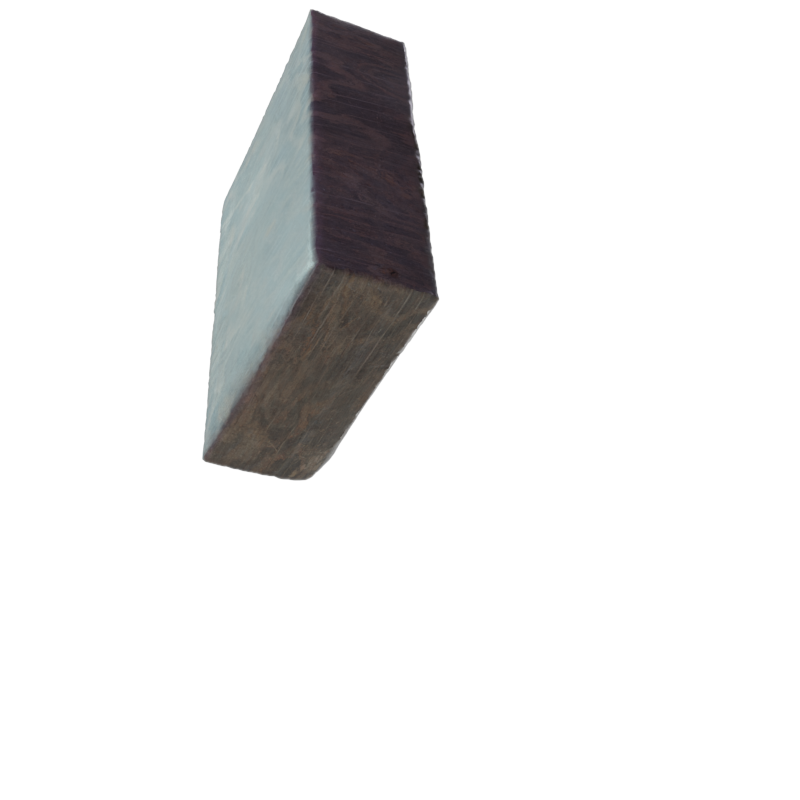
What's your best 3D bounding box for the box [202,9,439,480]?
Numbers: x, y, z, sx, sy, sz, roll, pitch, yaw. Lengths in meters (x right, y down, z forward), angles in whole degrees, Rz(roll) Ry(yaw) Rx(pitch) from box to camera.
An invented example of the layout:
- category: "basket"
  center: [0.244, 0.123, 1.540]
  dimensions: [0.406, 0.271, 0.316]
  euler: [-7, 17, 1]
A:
- category: "box"
  center: [-0.049, -0.089, 0.625]
  dimensions: [0.069, 0.230, 0.158]
  euler: [16, -46, -20]
